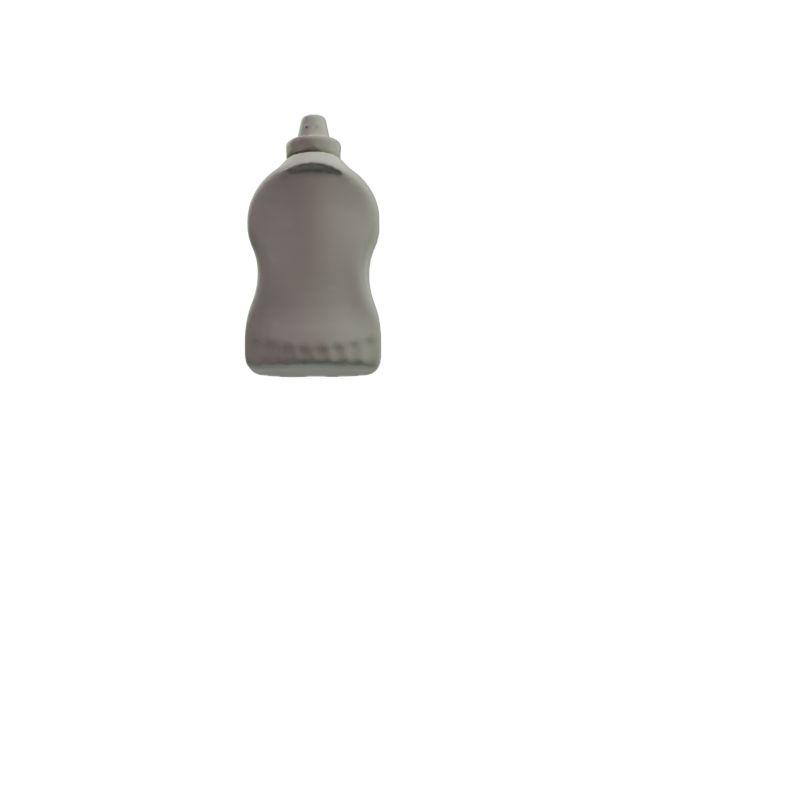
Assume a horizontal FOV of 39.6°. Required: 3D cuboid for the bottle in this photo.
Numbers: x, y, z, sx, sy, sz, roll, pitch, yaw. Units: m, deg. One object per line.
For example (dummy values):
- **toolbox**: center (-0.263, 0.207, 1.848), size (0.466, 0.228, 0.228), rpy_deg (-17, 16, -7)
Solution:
- **bottle**: center (-0.063, -0.115, 0.805), size (0.096, 0.198, 0.056), rpy_deg (-1, -13, 2)
